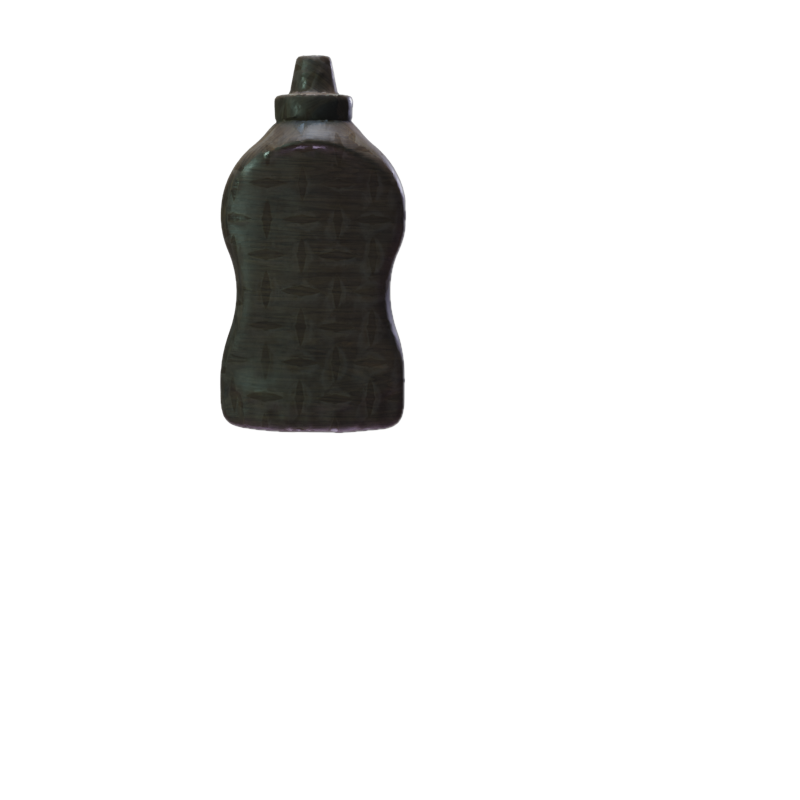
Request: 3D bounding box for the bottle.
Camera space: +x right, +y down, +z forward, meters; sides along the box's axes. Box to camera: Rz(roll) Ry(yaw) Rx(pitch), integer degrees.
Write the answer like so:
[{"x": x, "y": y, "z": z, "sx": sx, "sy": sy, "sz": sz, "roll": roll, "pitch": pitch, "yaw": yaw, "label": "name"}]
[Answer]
[{"x": -0.045, "y": -0.083, "z": 0.579, "sx": 0.096, "sy": 0.190, "sz": 0.059, "roll": 1, "pitch": 4, "yaw": 3, "label": "bottle"}]
